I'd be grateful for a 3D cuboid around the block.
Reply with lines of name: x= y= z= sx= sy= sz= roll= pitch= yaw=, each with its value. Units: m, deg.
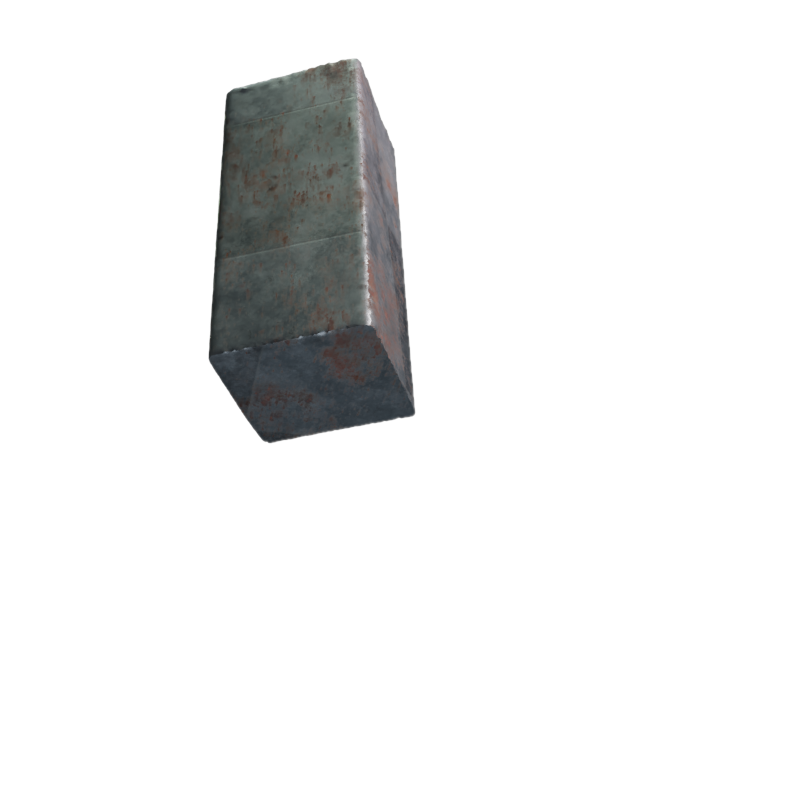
block: x=-0.051 y=-0.093 z=0.650 sx=0.091 sy=0.221 sz=0.083 roll=-12 pitch=-39 yaw=12
